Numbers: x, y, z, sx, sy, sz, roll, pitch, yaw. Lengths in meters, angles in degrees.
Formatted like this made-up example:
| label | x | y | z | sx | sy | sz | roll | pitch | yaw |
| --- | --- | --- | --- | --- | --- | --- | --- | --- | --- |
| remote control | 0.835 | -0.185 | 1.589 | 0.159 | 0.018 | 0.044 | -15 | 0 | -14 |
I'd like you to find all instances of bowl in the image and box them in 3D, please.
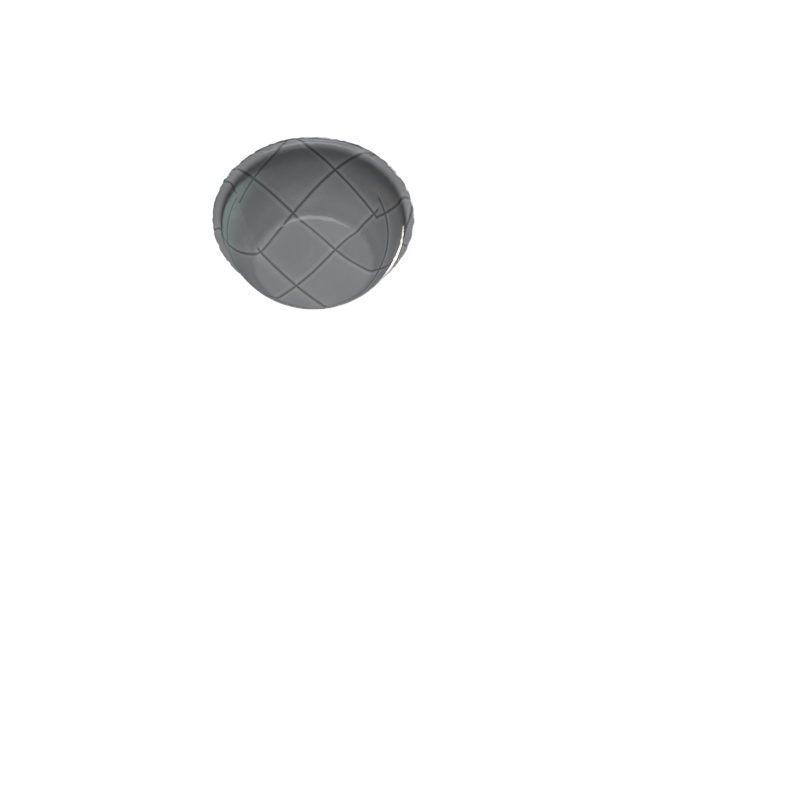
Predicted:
| label | x | y | z | sx | sy | sz | roll | pitch | yaw |
| --- | --- | --- | --- | --- | --- | --- | --- | --- | --- |
| bowl | -0.068 | -0.124 | 0.868 | 0.162 | 0.151 | 0.059 | 1 | 41 | -1 |
